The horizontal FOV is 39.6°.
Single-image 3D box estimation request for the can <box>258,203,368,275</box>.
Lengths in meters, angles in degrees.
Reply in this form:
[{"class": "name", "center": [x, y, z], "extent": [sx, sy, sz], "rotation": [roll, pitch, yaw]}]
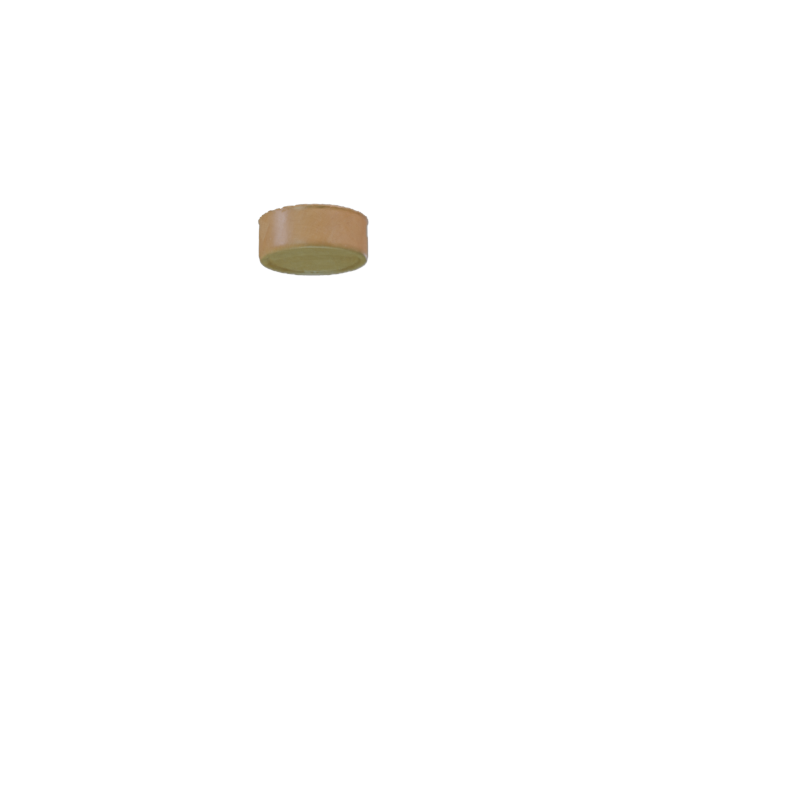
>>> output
[{"class": "can", "center": [-0.067, -0.122, 0.856], "extent": [0.086, 0.035, 0.083], "rotation": [0, -10, -2]}]
